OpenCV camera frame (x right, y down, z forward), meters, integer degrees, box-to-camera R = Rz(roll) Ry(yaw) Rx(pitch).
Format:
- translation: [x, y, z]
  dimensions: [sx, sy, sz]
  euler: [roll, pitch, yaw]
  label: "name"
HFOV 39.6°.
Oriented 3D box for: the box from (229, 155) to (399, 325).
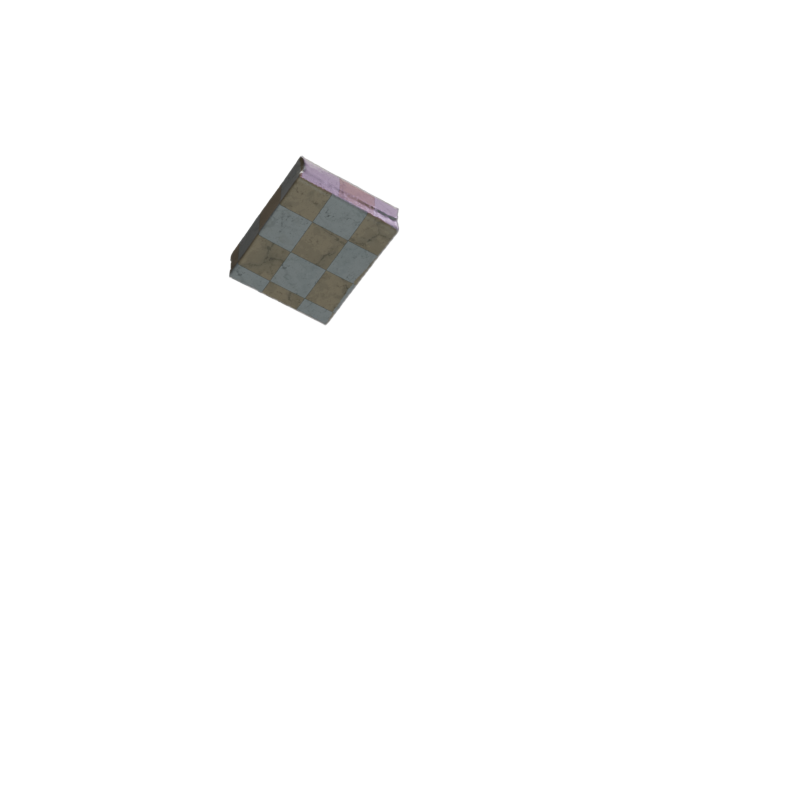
- translation: [-0.054, -0.099, 0.693]
  dimensions: [0.070, 0.087, 0.032]
  euler: [28, 31, -19]
  label: "box"
